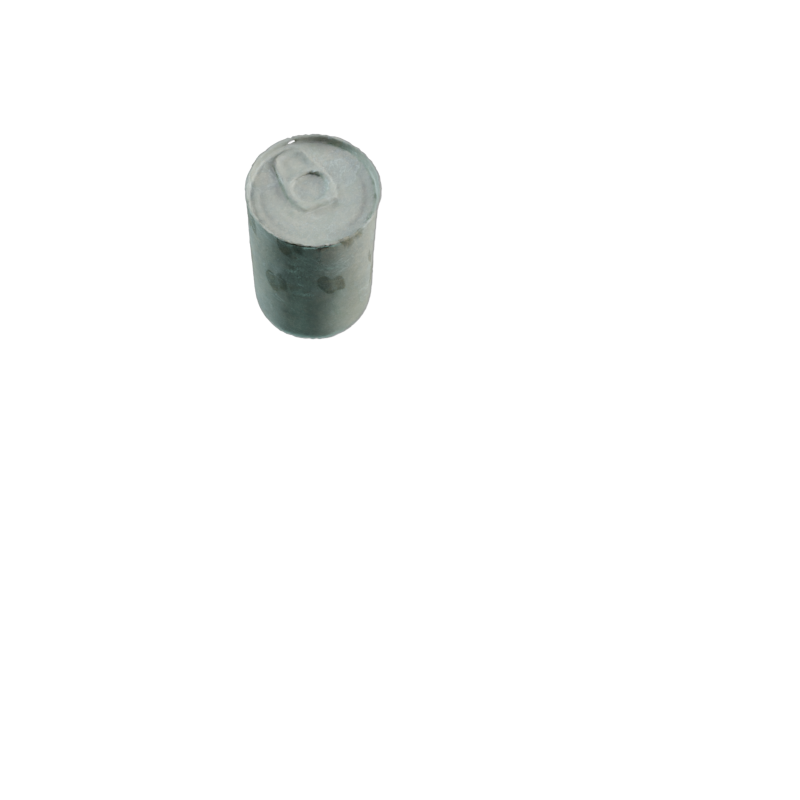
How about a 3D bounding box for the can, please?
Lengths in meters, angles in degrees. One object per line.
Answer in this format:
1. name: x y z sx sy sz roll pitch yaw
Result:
1. can: -0.046 -0.084 0.590 0.068 0.073 0.096 0 -27 -3
